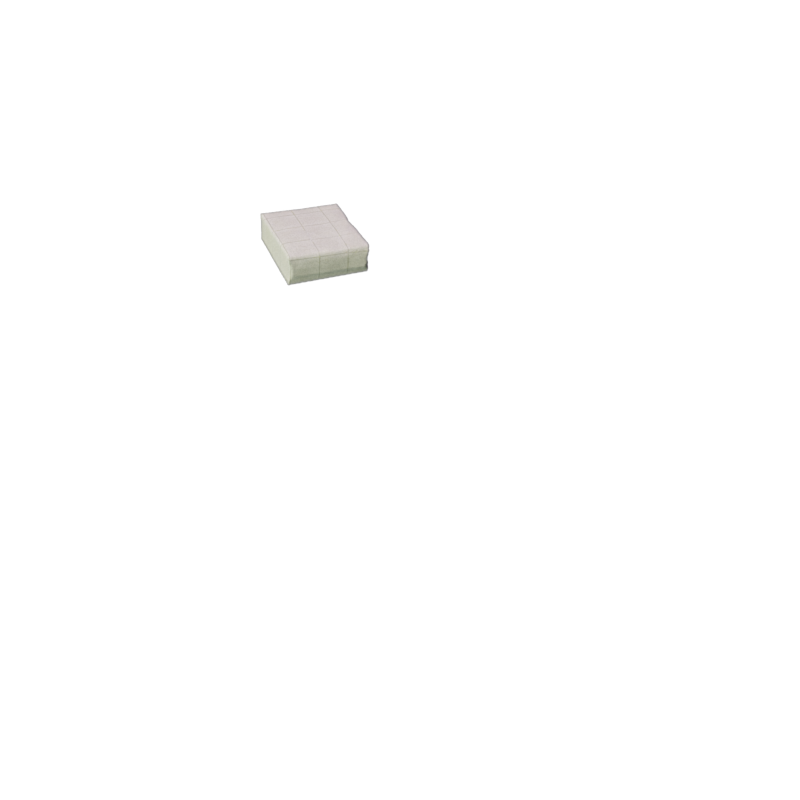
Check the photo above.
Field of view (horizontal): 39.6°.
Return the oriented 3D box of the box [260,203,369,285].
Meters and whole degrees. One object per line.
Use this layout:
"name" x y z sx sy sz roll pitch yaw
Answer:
"box" -0.076 -0.138 0.967 0.072 0.028 0.096 -11 35 -16
